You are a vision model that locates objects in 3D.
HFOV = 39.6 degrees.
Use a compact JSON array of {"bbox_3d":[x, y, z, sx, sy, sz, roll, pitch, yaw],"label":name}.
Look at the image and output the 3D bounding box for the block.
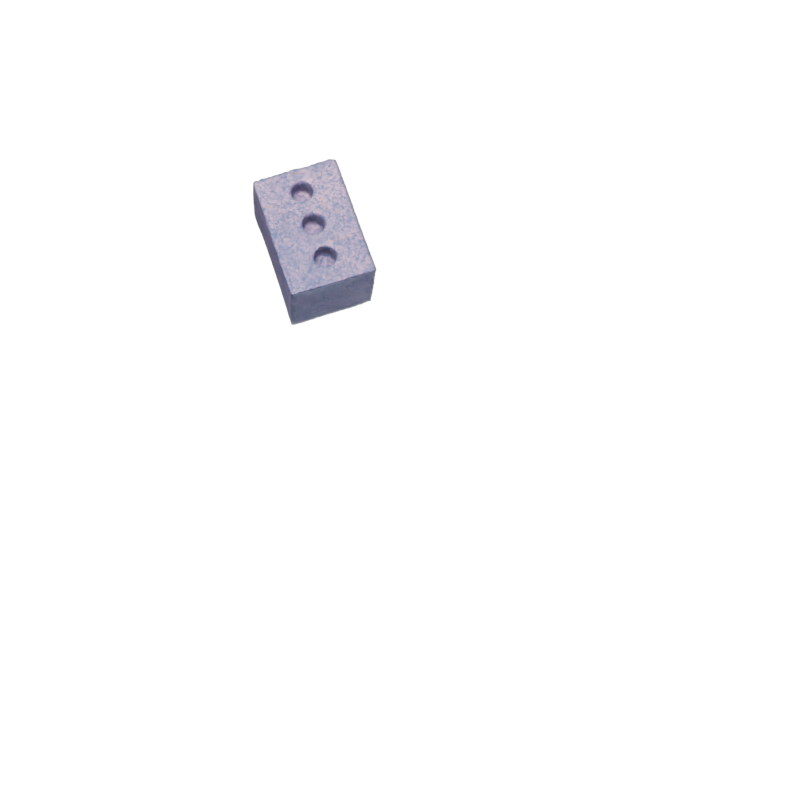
[{"bbox_3d":[-0.051,-0.094,0.657,0.052,0.083,0.049,-17,-21,-9],"label":"block"}]
